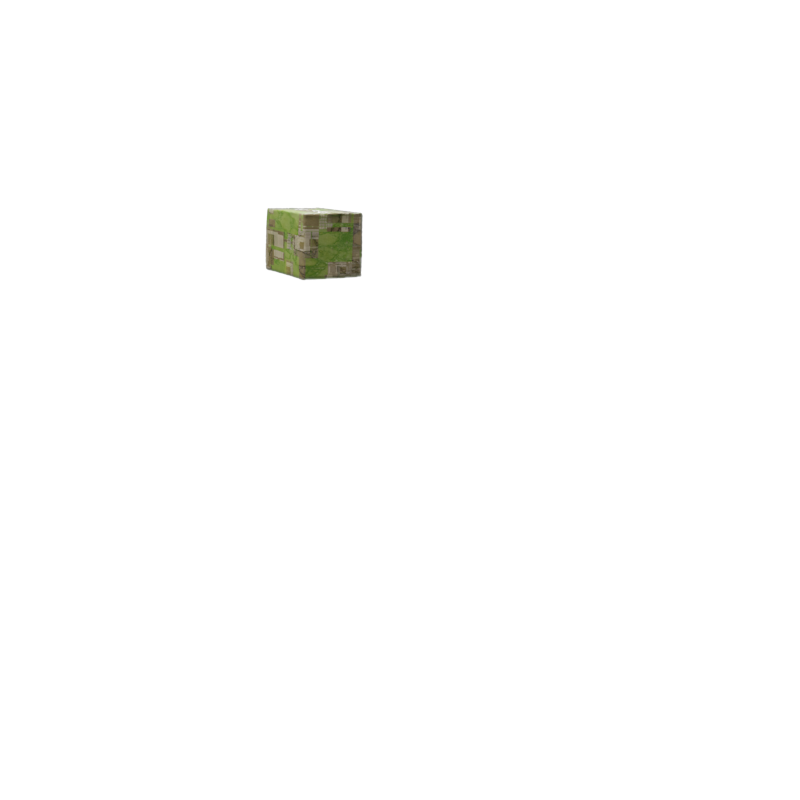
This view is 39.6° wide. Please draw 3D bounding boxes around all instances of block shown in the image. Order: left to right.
[{"bbox_3d":[-0.069,-0.126,0.884,0.051,0.050,0.082,-4,12,-27],"label":"block"}]
